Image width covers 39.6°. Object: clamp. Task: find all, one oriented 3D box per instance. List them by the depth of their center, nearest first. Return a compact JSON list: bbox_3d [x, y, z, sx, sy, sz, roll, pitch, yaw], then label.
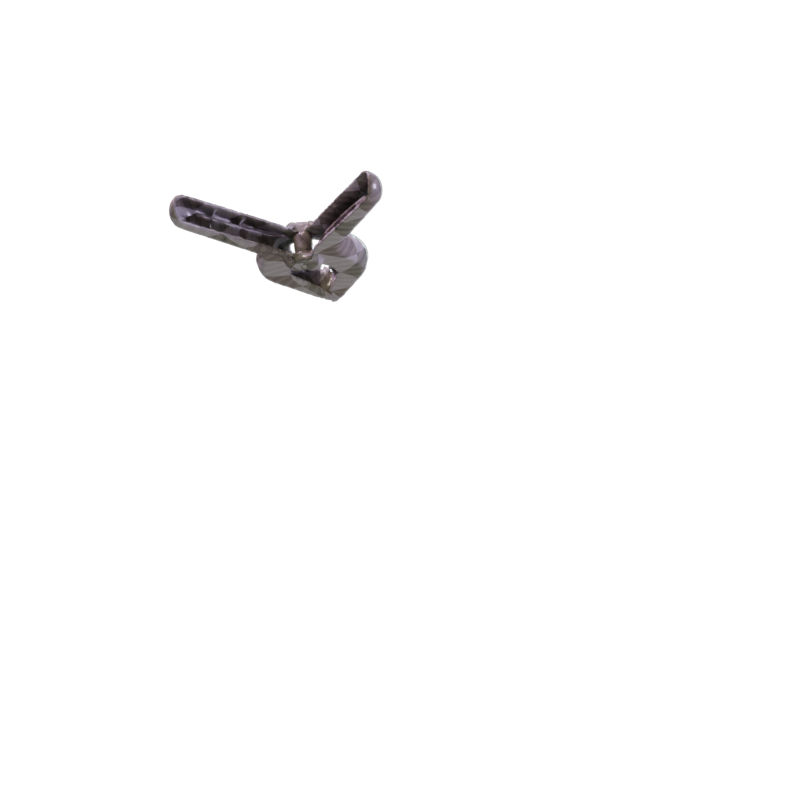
[{"bbox_3d":[-0.071,-0.129,0.906,0.167,0.038,0.197,-6,-17,18],"label":"clamp"}]
